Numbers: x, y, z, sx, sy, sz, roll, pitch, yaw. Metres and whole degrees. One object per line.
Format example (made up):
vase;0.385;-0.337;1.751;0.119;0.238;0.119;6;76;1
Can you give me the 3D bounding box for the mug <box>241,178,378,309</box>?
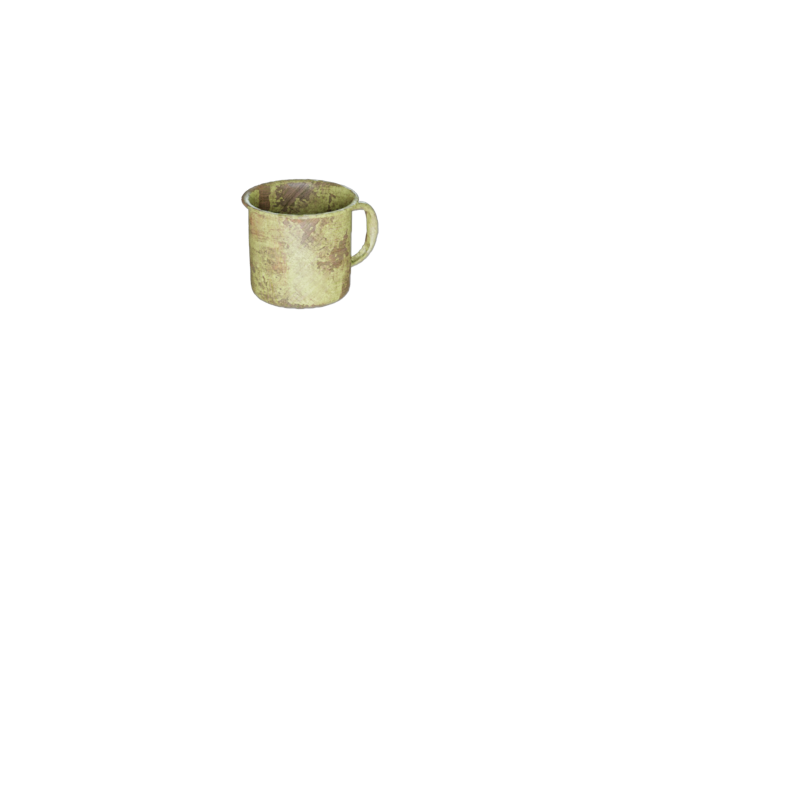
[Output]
mug;-0.070;-0.127;0.893;0.115;0.077;0.100;-15;30;-29
